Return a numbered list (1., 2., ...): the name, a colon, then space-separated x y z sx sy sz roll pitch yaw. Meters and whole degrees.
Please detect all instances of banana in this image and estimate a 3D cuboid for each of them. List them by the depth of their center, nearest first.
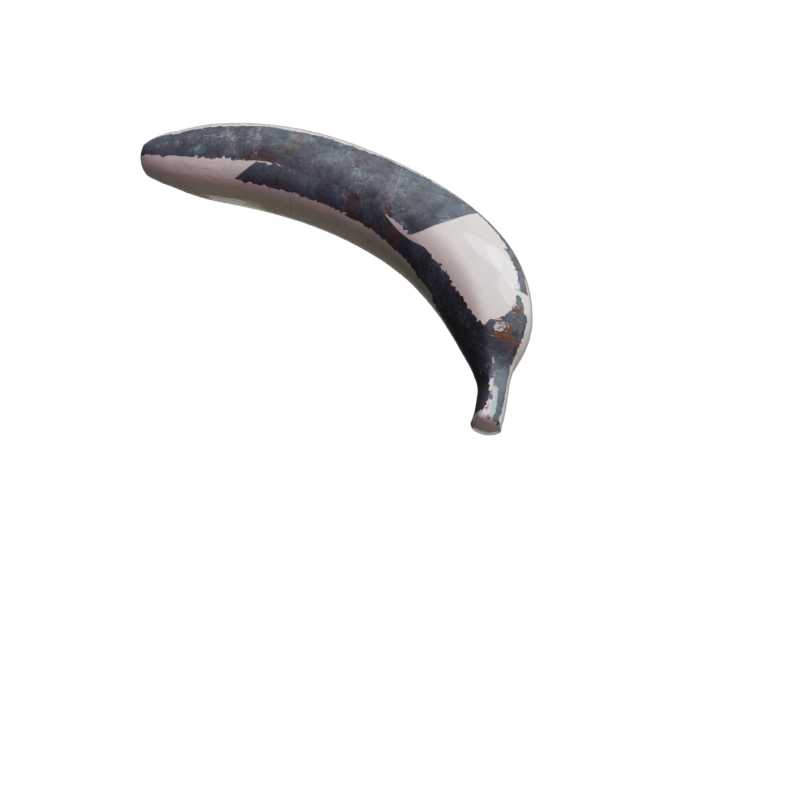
1. banana: -0.018 -0.070 0.438 0.070 0.034 0.211 -36 57 -28
